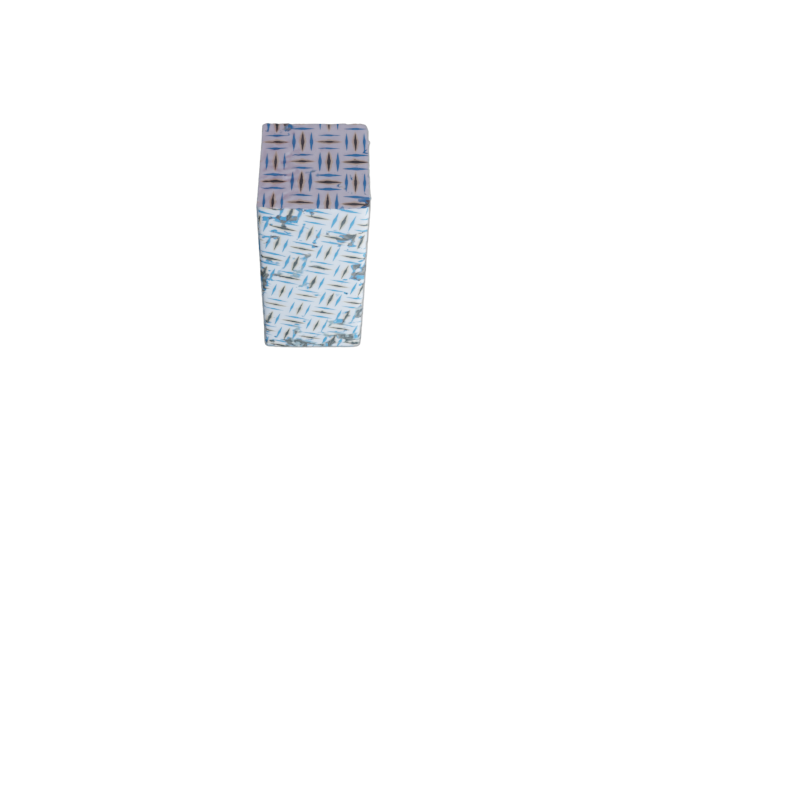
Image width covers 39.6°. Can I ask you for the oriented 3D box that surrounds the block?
[{"bbox_3d":[-0.075,-0.137,0.961,0.090,0.097,0.193,1,-32,-3],"label":"block"}]
